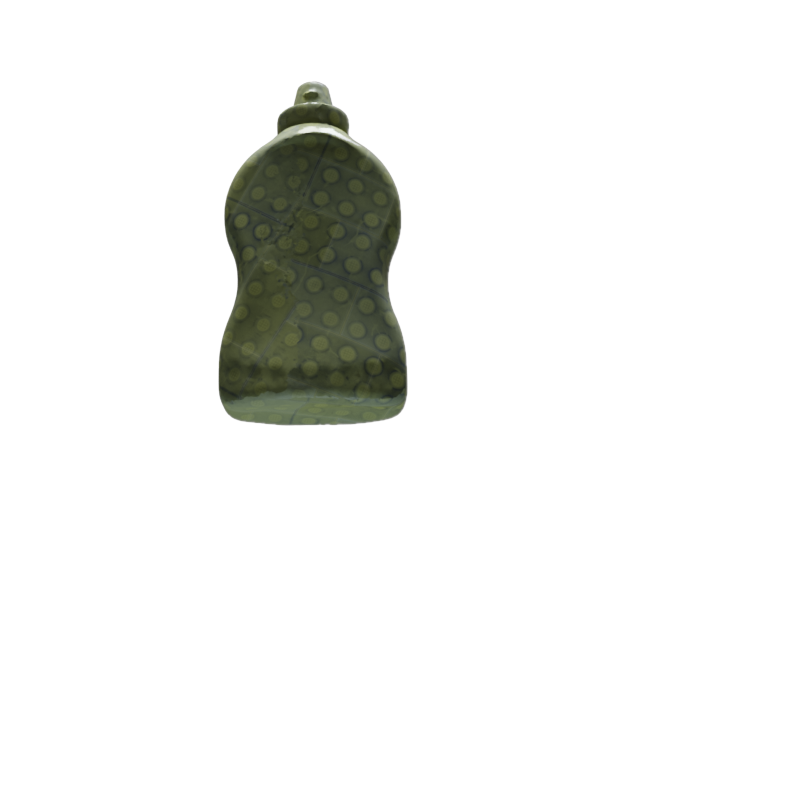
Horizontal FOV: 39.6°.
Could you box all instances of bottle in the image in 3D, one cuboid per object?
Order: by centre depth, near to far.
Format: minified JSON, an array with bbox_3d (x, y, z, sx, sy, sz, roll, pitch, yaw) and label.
[{"bbox_3d":[-0.047,-0.086,0.600,0.096,0.202,0.055,-2,-22,2],"label":"bottle"}]
